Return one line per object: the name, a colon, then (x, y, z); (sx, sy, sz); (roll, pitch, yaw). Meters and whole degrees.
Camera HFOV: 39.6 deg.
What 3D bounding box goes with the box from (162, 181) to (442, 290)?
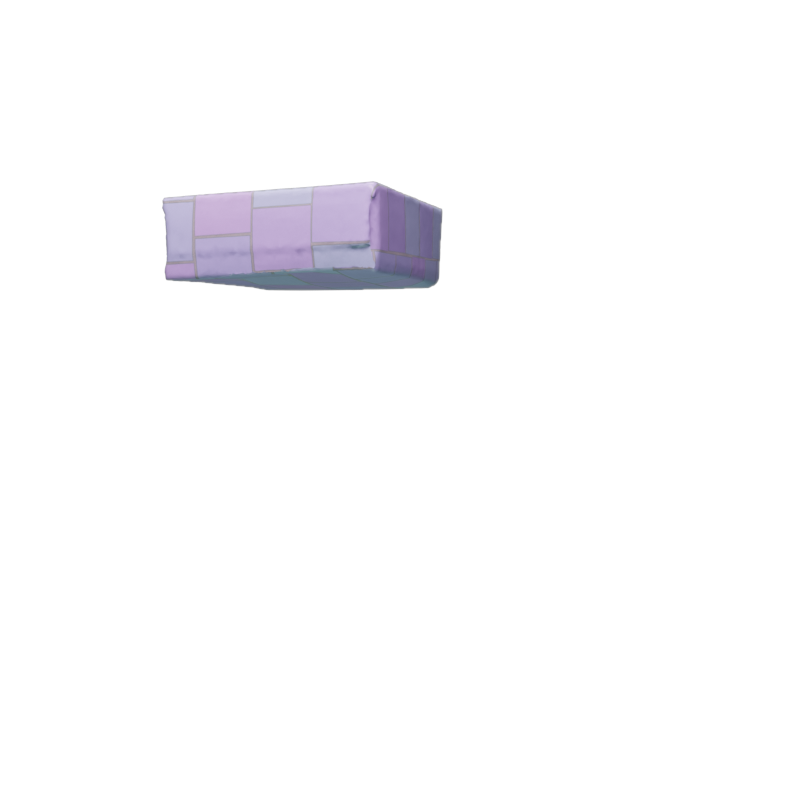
box: (-0.037, -0.068, 0.475); (0.092, 0.039, 0.110); (0, 1, 17)
